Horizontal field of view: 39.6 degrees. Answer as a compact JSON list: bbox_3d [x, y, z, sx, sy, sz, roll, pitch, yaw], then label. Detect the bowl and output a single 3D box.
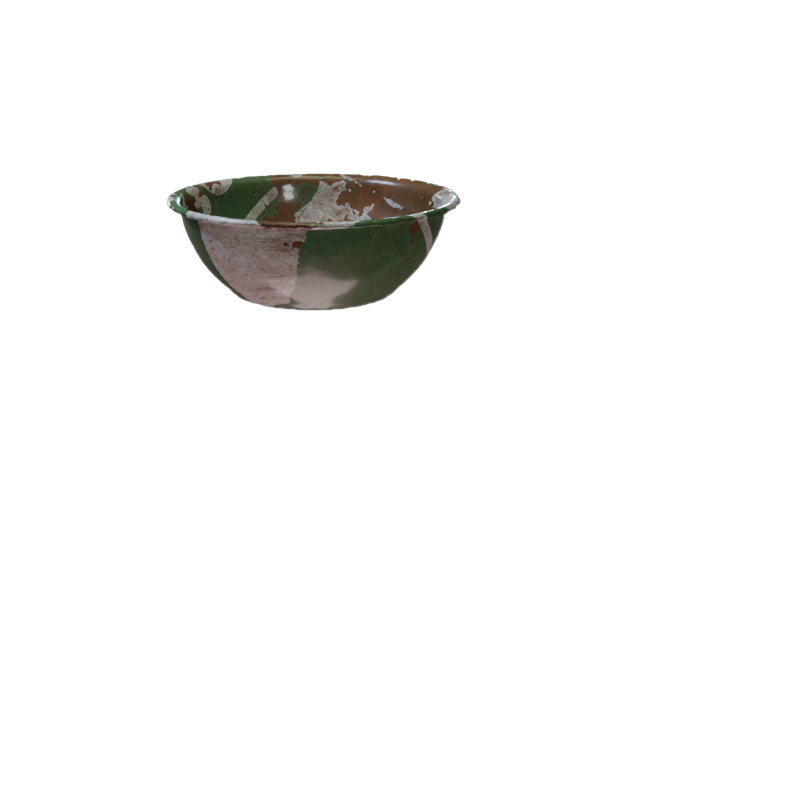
[{"bbox_3d":[-0.048,-0.088,0.619,0.162,0.053,0.169,-1,19,-2],"label":"bowl"}]
